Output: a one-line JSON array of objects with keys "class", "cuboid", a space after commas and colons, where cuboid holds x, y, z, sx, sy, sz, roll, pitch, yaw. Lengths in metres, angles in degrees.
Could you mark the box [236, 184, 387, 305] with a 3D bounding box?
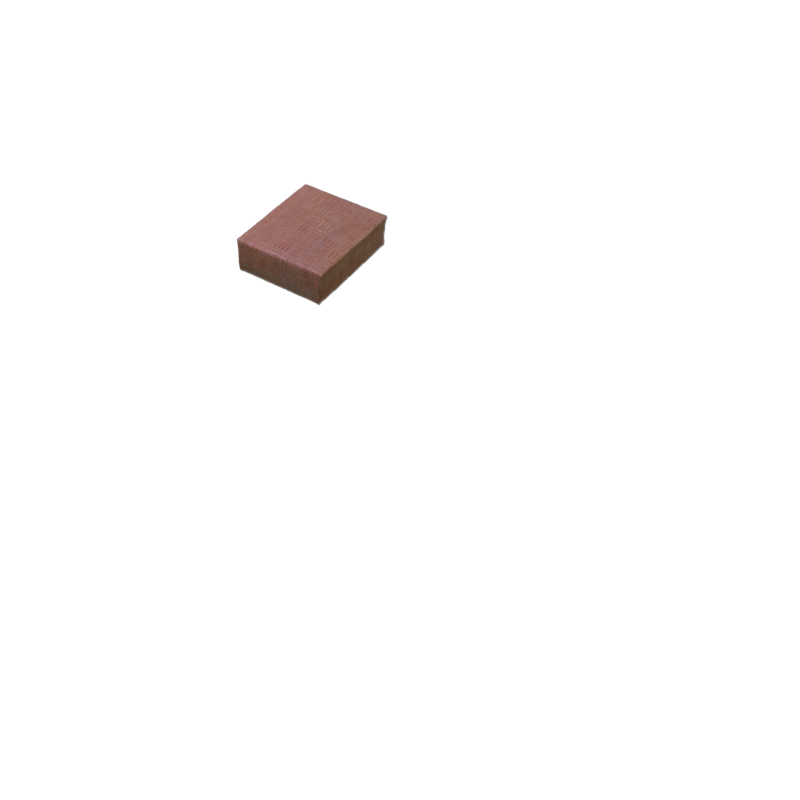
[{"class": "box", "cuboid": [-0.078, -0.141, 0.989, 0.094, 0.036, 0.116, 22, 46, 22]}]
